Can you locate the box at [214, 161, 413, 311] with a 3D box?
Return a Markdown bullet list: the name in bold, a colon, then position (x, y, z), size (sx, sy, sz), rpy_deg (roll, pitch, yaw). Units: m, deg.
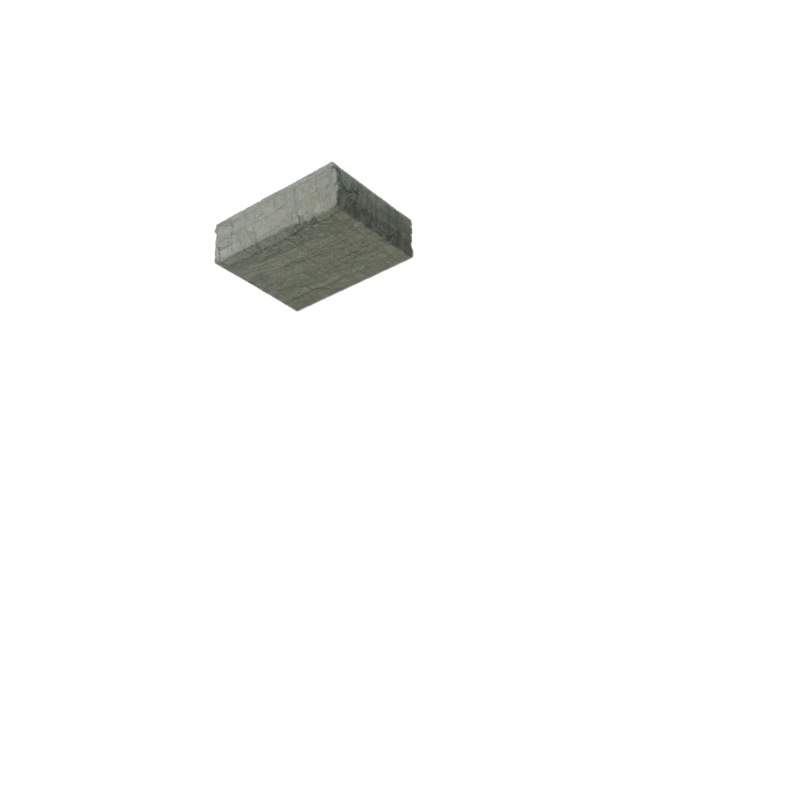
- **box**: position (-0.061, -0.112, 0.782), size (0.114, 0.041, 0.084), rpy_deg (-20, -33, 33)
